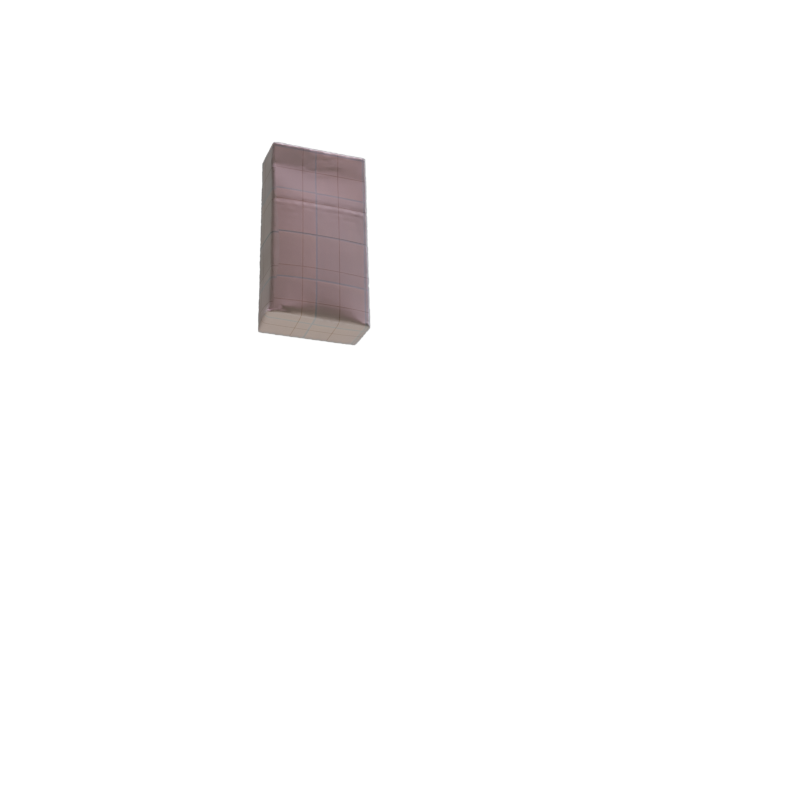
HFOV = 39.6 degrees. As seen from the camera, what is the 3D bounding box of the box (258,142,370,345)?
[{"bbox_3d":[-0.078,-0.142,0.993,0.091,0.188,0.046,8,-31,-17],"label":"box"}]
